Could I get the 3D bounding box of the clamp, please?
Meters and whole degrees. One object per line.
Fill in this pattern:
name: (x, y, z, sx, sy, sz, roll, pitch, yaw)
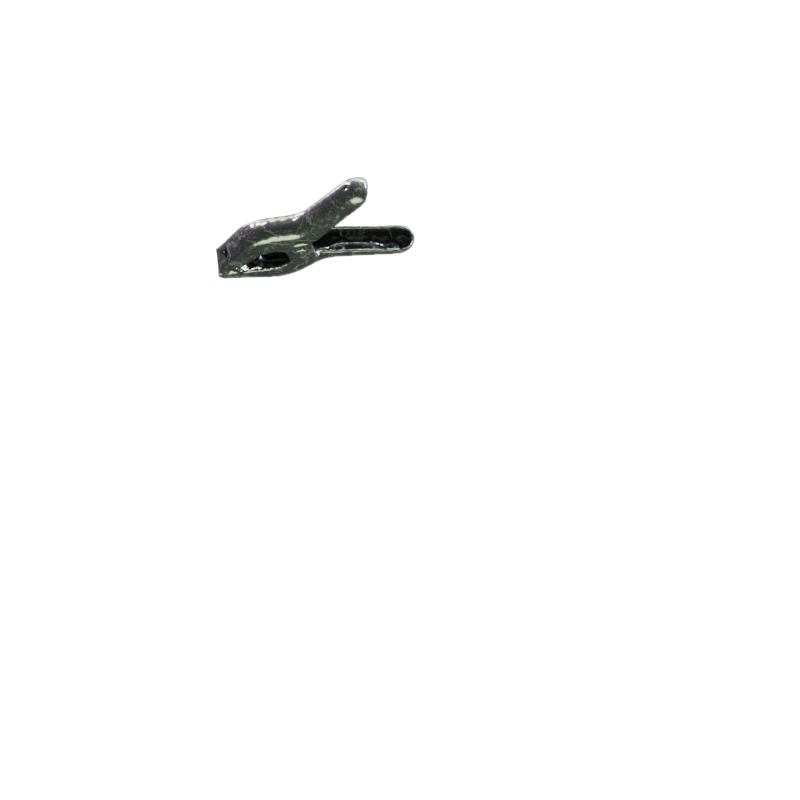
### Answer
clamp: (-0.075, -0.137, 0.958, 0.174, 0.042, 0.112, -14, -28, 28)
